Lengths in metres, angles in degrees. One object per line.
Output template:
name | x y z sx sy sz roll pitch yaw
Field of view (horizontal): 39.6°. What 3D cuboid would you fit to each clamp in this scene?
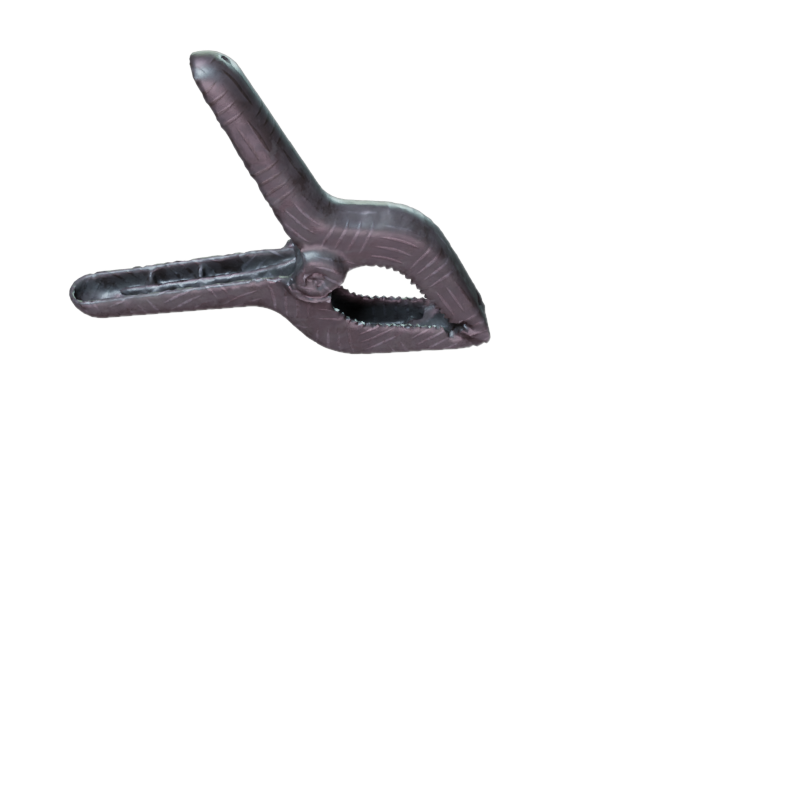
clamp | -0.043 -0.078 0.546 0.204 0.039 0.157 16 -48 -15
